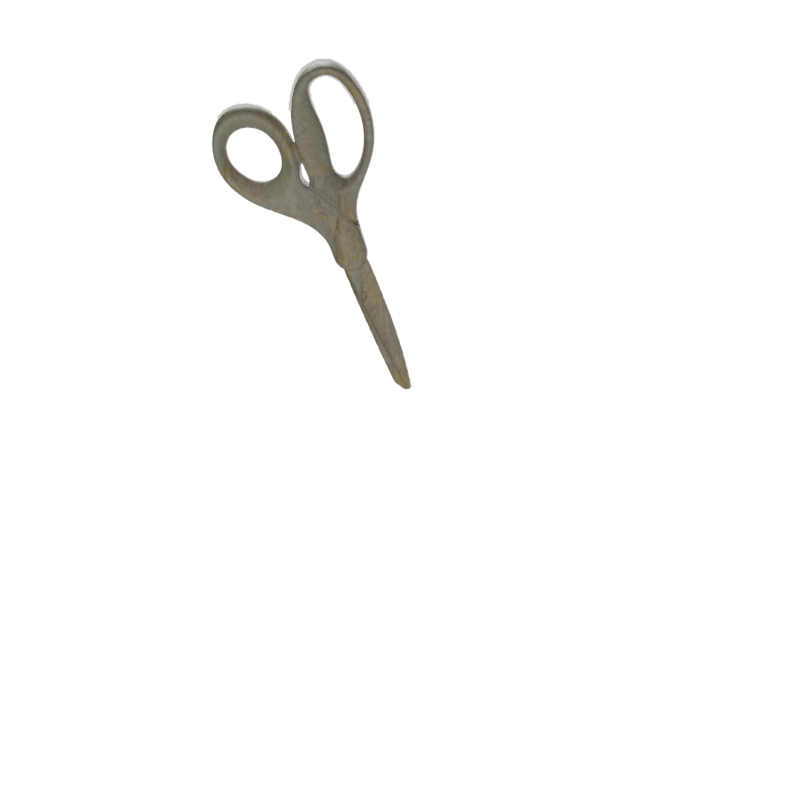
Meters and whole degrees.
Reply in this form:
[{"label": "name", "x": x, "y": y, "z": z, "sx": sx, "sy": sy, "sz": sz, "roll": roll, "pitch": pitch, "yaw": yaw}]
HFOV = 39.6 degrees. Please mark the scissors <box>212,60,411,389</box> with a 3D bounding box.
[{"label": "scissors", "x": -0.048, "y": -0.088, "z": 0.616, "sx": 0.096, "sy": 0.190, "sz": 0.017, "roll": -4, "pitch": 25, "yaw": 2}]
